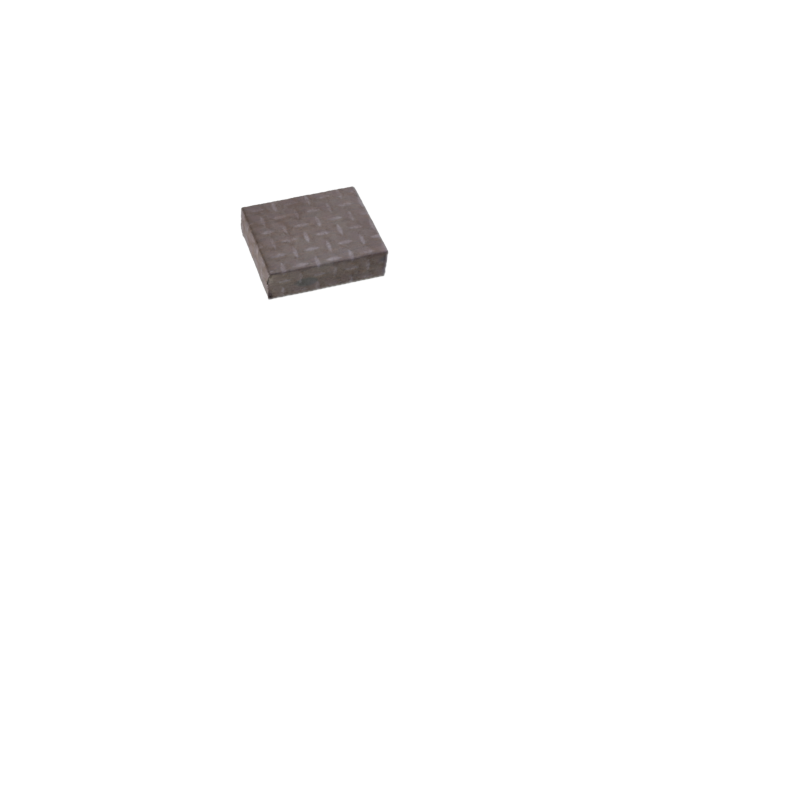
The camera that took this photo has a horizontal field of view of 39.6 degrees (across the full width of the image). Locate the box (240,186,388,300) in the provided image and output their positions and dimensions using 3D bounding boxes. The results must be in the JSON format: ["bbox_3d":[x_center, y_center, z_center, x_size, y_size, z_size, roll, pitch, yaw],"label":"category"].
[{"bbox_3d":[-0.078,-0.143,0.998,0.112,0.097,0.036,-15,-40,-13],"label":"box"}]
